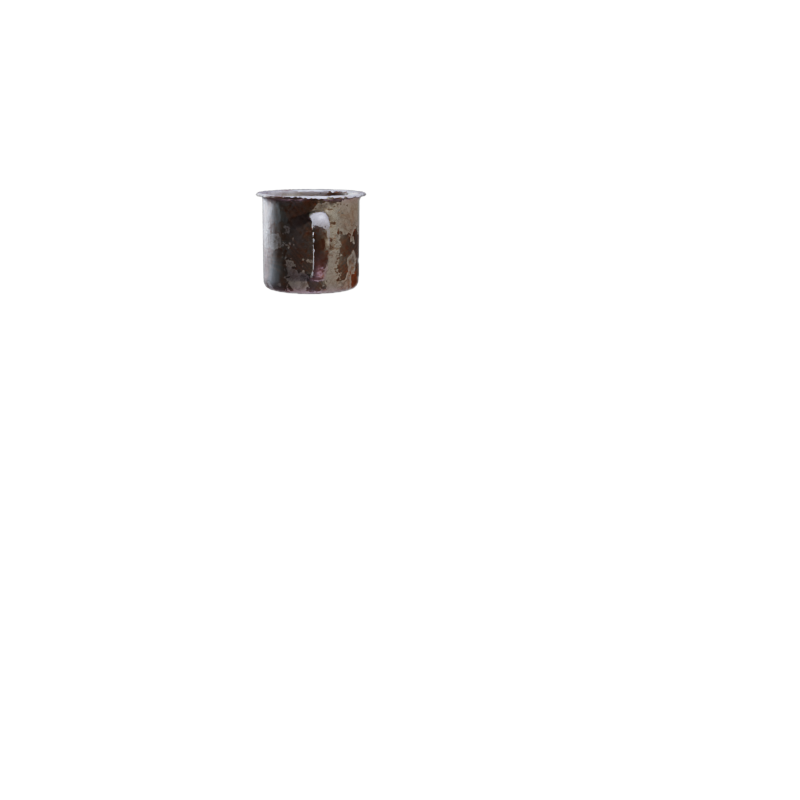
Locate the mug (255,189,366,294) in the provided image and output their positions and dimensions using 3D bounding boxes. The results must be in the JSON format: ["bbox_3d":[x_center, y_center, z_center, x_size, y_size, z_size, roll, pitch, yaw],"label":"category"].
[{"bbox_3d":[-0.073,-0.133,0.928,0.092,0.080,0.122,-2,12,-12],"label":"mug"}]
